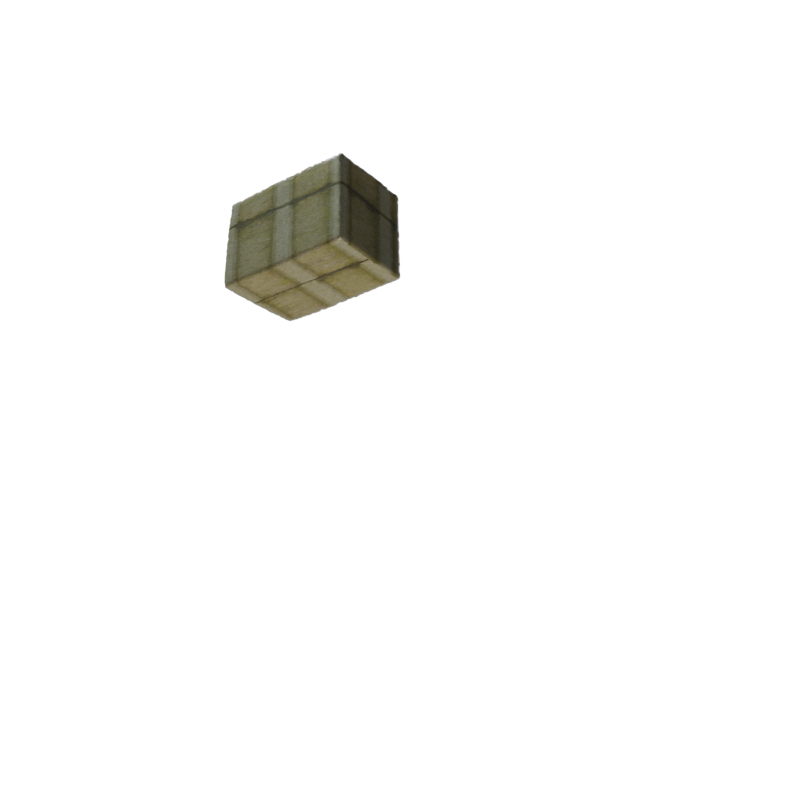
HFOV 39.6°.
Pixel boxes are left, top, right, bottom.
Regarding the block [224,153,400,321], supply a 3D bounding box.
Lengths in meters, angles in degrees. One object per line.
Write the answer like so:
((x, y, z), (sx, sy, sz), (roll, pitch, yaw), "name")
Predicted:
((-0.045, -0.083, 0.581), (0.079, 0.054, 0.049), (-19, -33, 31), "block")
